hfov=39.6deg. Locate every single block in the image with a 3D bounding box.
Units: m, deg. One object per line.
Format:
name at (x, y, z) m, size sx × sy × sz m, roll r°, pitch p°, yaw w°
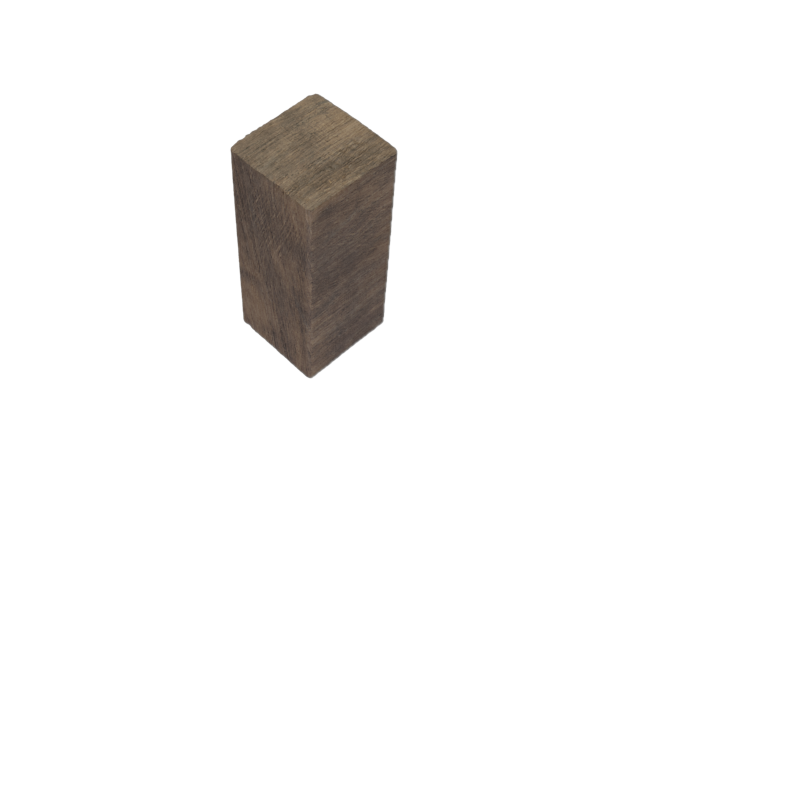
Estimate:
block at (-0.069, -0.126, 0.877) m, size 0.091 × 0.096 × 0.193 m, roll -38°, pitch -25°, yaw -26°
